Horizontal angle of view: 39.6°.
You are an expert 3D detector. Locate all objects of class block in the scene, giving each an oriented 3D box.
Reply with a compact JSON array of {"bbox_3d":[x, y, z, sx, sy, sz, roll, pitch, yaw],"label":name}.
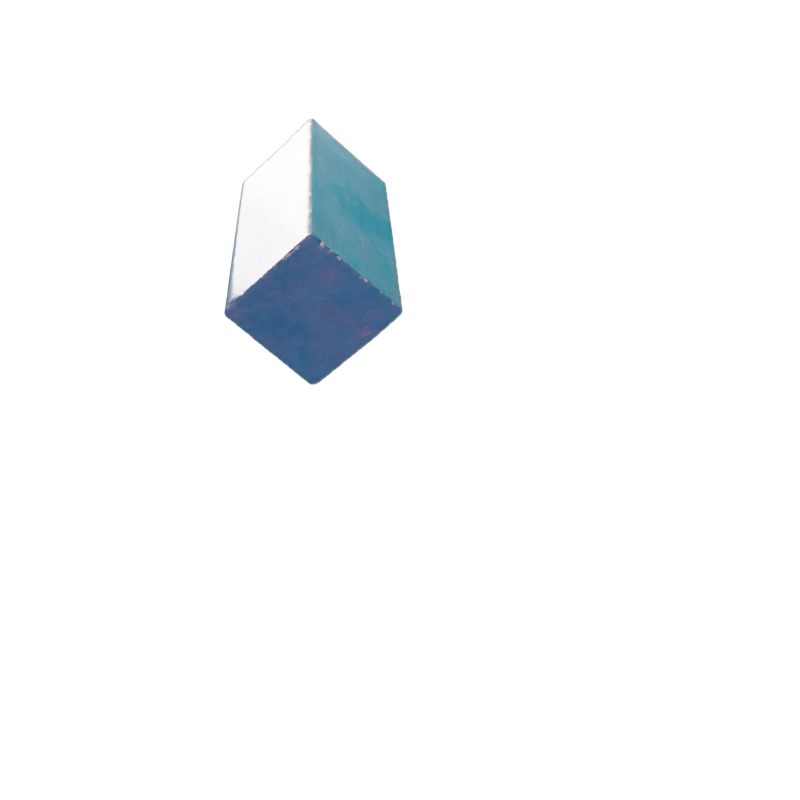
[{"bbox_3d":[-0.066,-0.120,0.843,0.086,0.089,0.220,39,23,-25],"label":"block"}]
